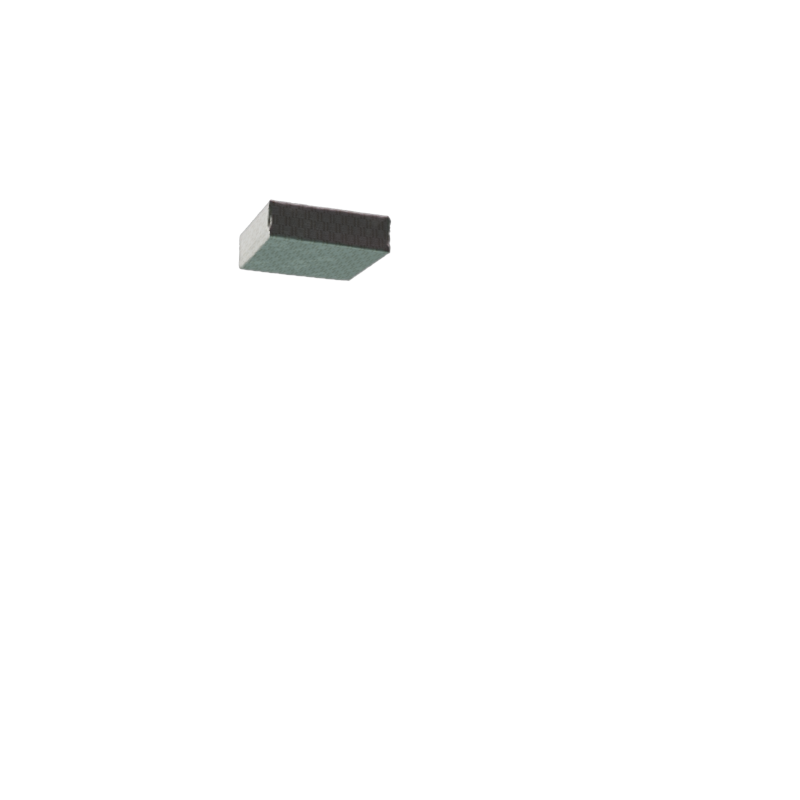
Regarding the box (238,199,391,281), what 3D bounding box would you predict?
[{"bbox_3d":[-0.060,-0.110,0.772,0.087,0.031,0.072,5,-14,-21],"label":"box"}]
